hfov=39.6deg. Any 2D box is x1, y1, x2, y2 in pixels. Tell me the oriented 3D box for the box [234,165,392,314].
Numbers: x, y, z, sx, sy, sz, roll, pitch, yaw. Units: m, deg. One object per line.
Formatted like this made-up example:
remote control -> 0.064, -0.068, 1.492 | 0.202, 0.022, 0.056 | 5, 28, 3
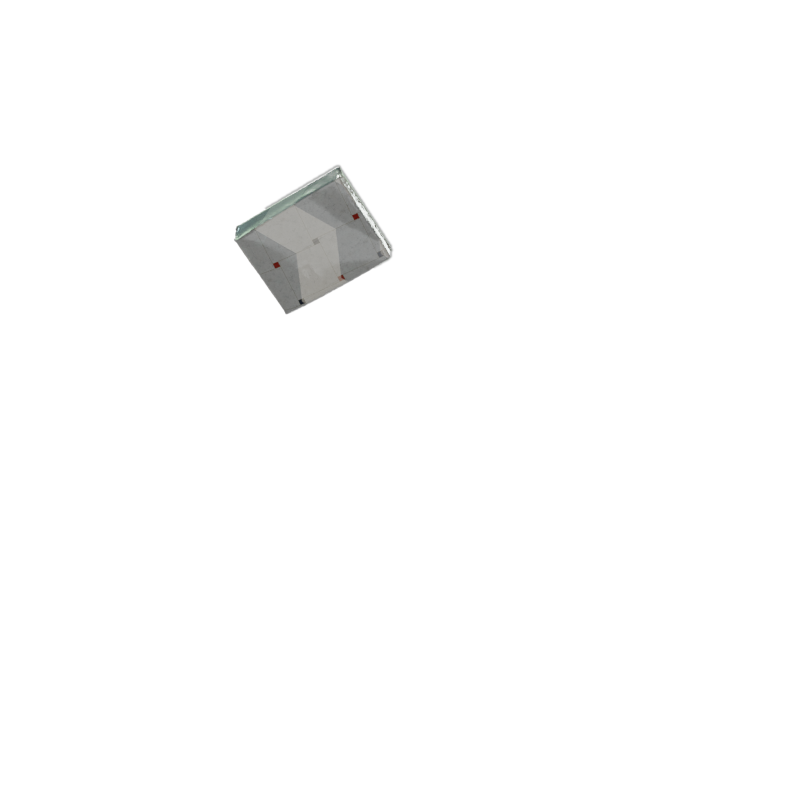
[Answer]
box -> -0.077, -0.141, 0.986 | 0.113, 0.086, 0.041 | -29, 19, 10
